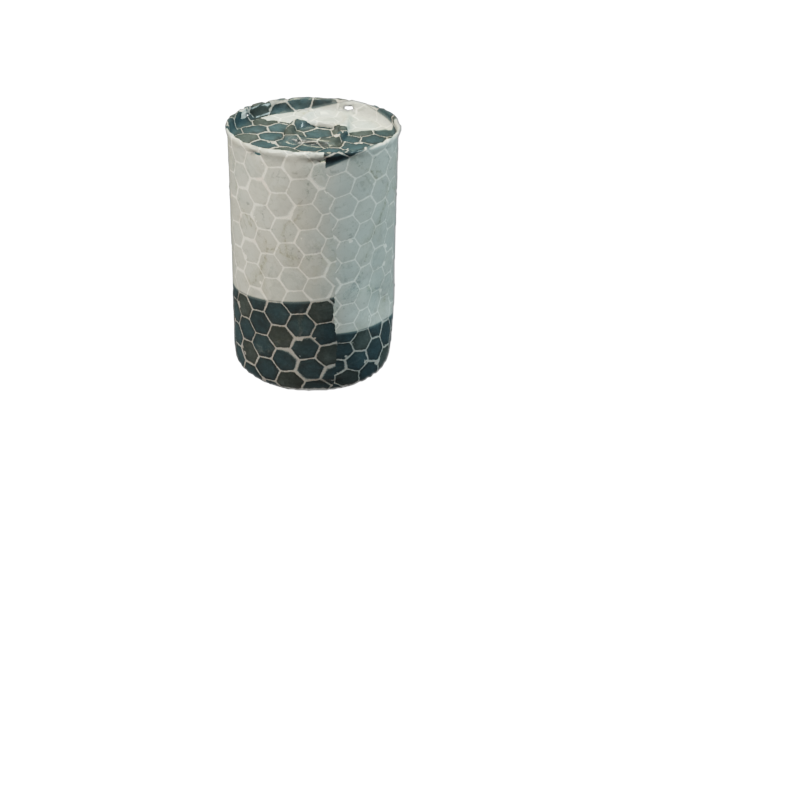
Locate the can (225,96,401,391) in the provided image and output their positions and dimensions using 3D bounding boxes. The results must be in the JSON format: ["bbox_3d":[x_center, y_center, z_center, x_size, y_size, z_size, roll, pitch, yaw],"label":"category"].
[{"bbox_3d":[-0.035,-0.064,0.449,0.068,0.097,0.073,0,28,-2],"label":"can"}]
